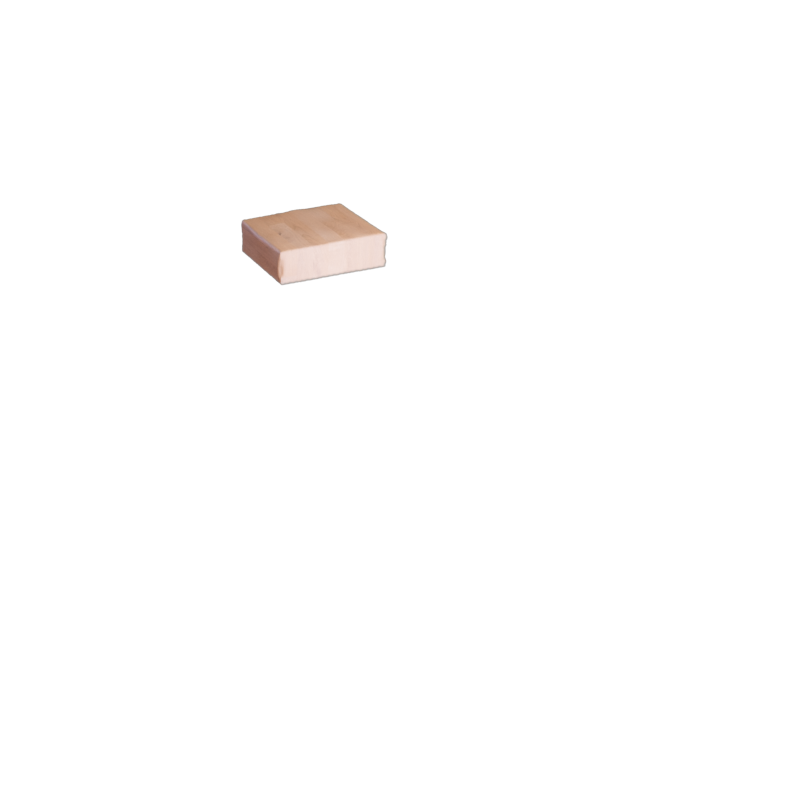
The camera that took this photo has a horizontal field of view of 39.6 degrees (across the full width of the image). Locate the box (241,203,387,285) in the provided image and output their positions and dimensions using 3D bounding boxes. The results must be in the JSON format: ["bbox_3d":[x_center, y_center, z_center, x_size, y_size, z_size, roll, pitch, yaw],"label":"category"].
[{"bbox_3d":[-0.065,-0.119,0.833,0.088,0.029,0.078,-14,31,-24],"label":"box"}]
